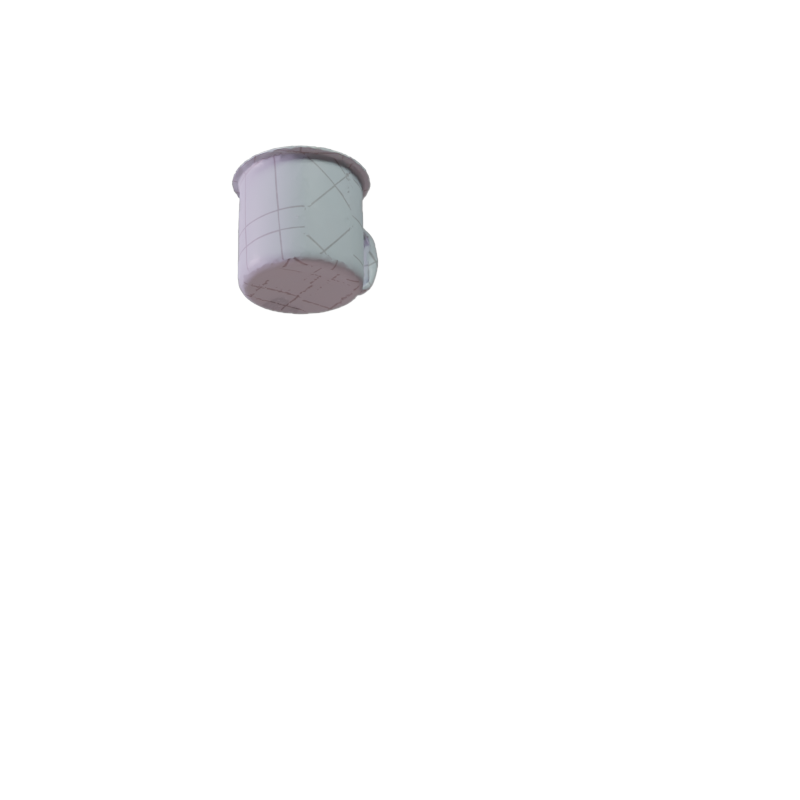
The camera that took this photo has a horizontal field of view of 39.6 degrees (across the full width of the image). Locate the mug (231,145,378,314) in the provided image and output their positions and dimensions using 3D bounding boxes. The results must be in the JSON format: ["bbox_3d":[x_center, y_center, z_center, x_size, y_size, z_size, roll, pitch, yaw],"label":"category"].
[{"bbox_3d":[-0.058,-0.105,0.737,0.094,0.086,0.109,-20,-30,36],"label":"mug"}]
